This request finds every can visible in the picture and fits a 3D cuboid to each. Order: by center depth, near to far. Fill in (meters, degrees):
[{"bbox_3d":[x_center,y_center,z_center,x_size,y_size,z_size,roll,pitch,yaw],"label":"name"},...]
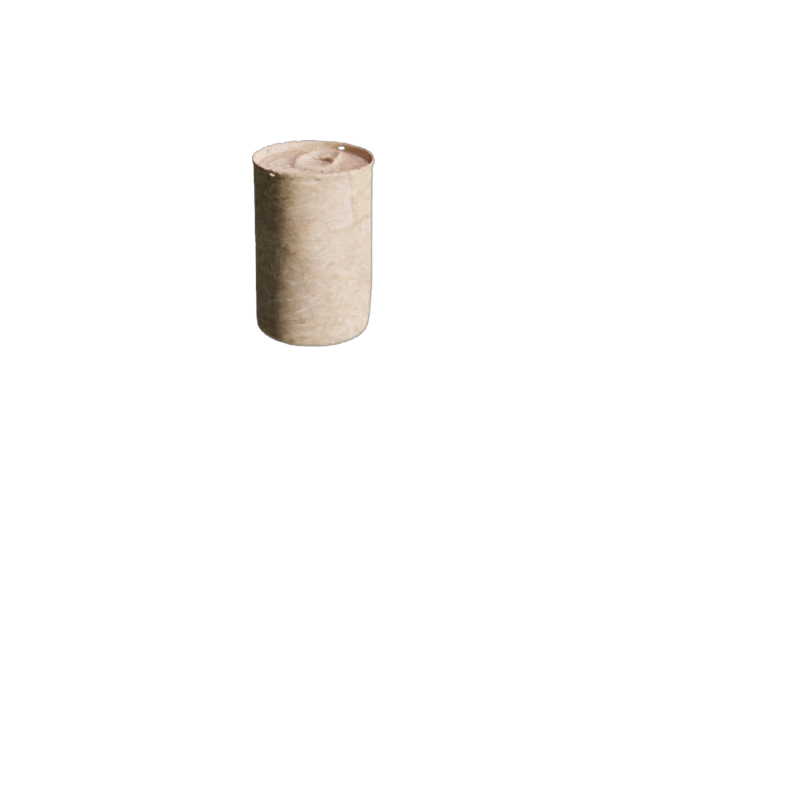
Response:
[{"bbox_3d":[-0.049,-0.090,0.631,0.068,0.097,0.072,0,24,-2],"label":"can"}]
